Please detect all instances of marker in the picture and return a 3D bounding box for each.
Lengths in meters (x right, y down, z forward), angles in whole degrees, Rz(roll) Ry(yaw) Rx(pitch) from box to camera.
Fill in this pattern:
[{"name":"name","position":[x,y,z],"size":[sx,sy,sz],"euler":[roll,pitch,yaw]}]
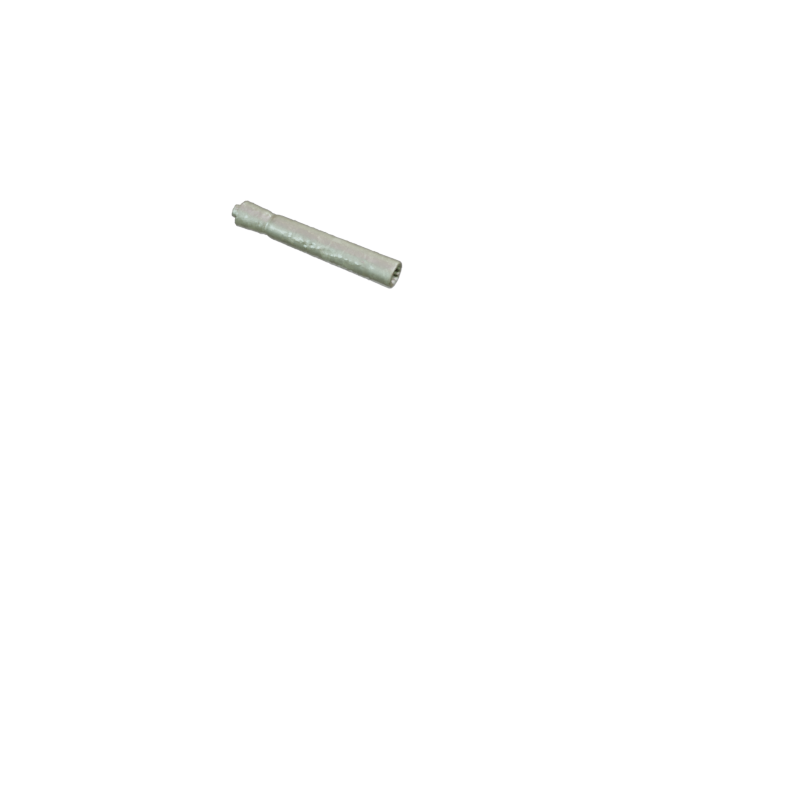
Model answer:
[{"name":"marker","position":[-0.057,-0.103,0.724],"size":[0.126,0.019,0.019],"euler":[24,11,19]}]
